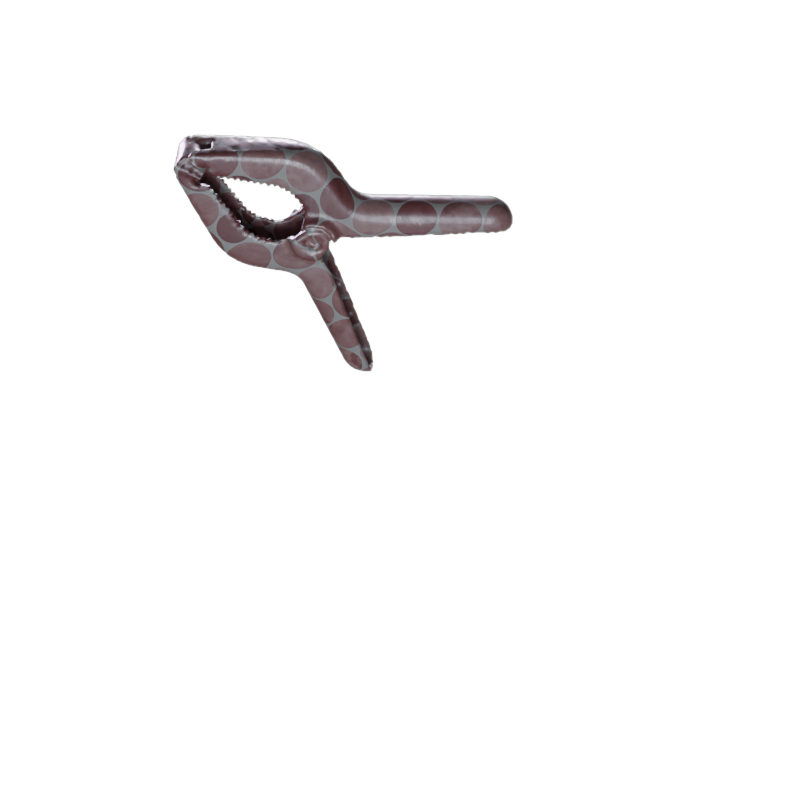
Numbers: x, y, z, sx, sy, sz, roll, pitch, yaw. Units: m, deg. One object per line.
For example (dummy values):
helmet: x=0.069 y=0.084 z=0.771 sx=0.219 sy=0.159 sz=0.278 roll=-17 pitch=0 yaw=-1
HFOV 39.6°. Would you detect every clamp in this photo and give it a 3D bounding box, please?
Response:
clamp: x=-0.056 y=-0.103 z=0.720 sx=0.203 sy=0.159 sz=0.039 roll=22 pitch=35 yaw=-17
